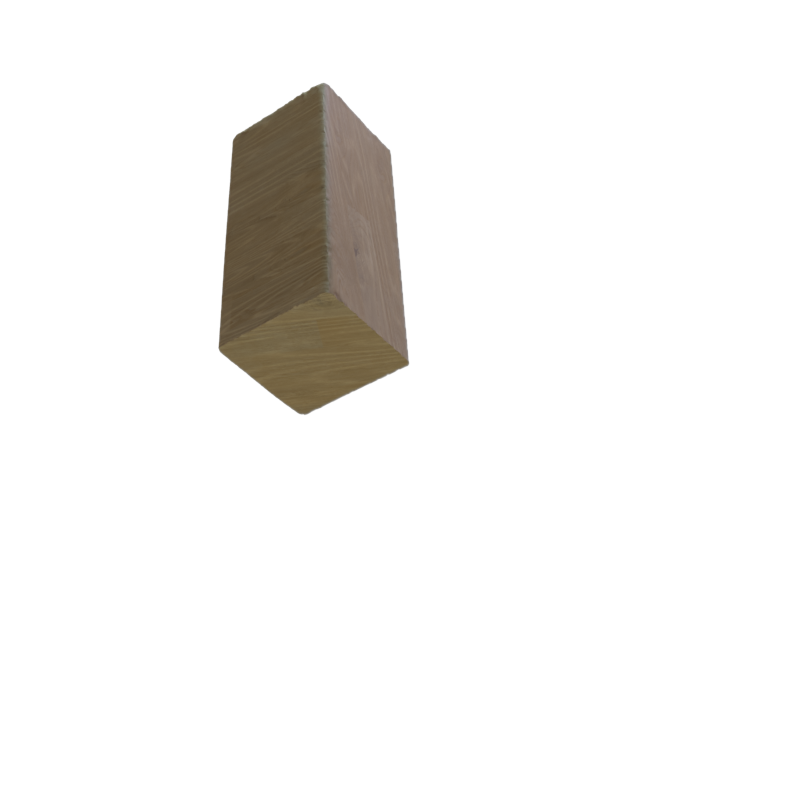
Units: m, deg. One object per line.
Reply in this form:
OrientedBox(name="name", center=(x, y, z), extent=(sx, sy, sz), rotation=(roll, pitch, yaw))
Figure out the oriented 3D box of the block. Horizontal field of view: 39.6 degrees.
OrientedBox(name="block", center=(-0.061, -0.110, 0.765), extent=(0.091, 0.221, 0.084), rotation=(-27, -47, 25))
